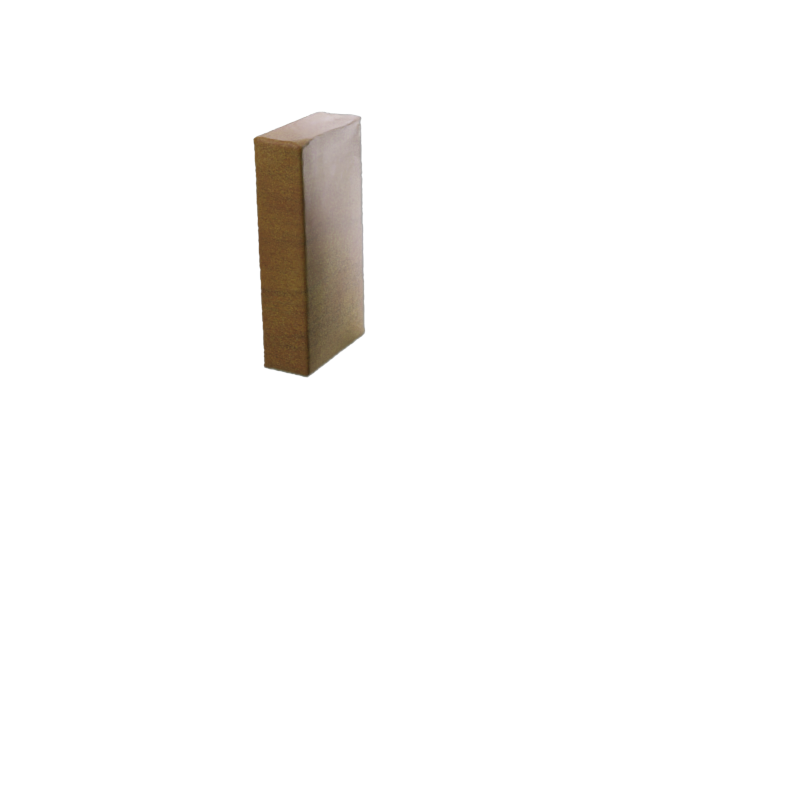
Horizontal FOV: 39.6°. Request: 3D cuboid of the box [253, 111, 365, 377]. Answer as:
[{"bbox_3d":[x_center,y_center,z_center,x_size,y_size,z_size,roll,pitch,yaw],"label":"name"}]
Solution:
[{"bbox_3d":[-0.064,-0.117,0.818,0.050,0.168,0.094,12,25,24],"label":"box"}]
